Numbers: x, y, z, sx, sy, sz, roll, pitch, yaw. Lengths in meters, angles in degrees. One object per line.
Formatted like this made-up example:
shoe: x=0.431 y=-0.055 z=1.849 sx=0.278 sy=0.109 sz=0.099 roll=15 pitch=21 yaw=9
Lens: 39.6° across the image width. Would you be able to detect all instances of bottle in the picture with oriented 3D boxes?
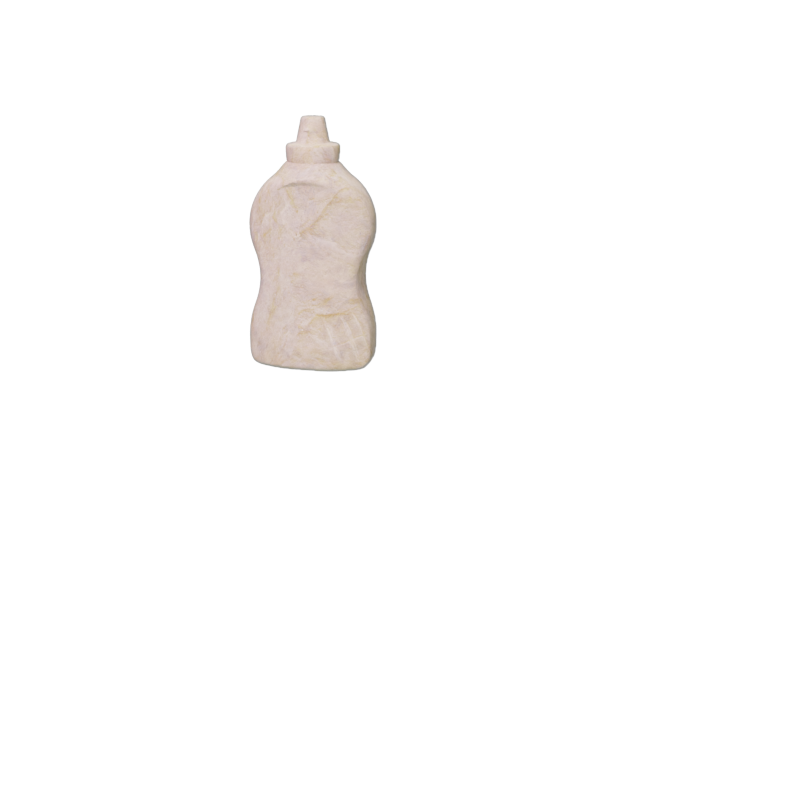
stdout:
bottle: x=-0.066 y=-0.121 z=0.847 sx=0.098 sy=0.186 sz=0.059 roll=4 pitch=12 yaw=13
